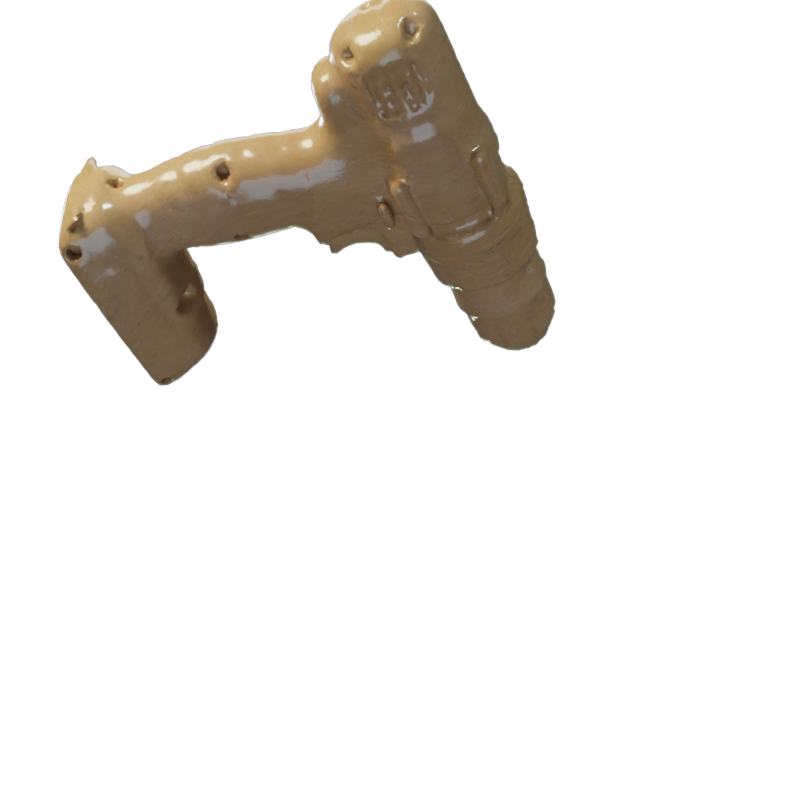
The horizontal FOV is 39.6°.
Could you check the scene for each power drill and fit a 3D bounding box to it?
[{"bbox_3d":[-0.038,-0.070,0.490,0.189,0.171,0.061,-19,36,14],"label":"power drill"}]
